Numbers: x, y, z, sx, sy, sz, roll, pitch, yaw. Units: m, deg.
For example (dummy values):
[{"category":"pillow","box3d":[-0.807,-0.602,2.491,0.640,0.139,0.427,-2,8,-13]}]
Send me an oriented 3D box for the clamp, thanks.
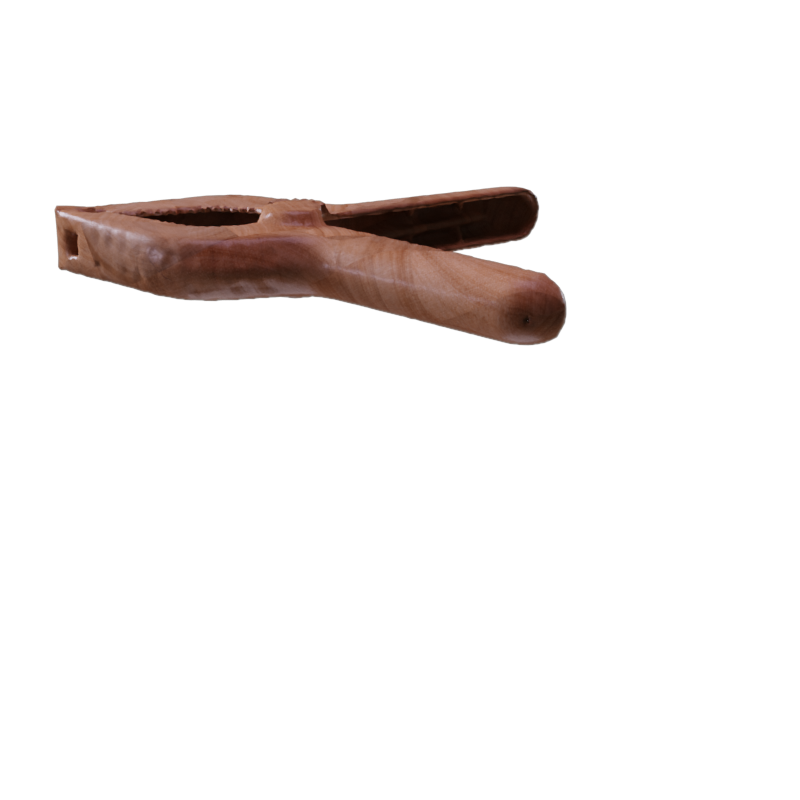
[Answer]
[{"category":"clamp","box3d":[-0.036,-0.065,0.458,0.214,0.035,0.168,5,21,12]}]
